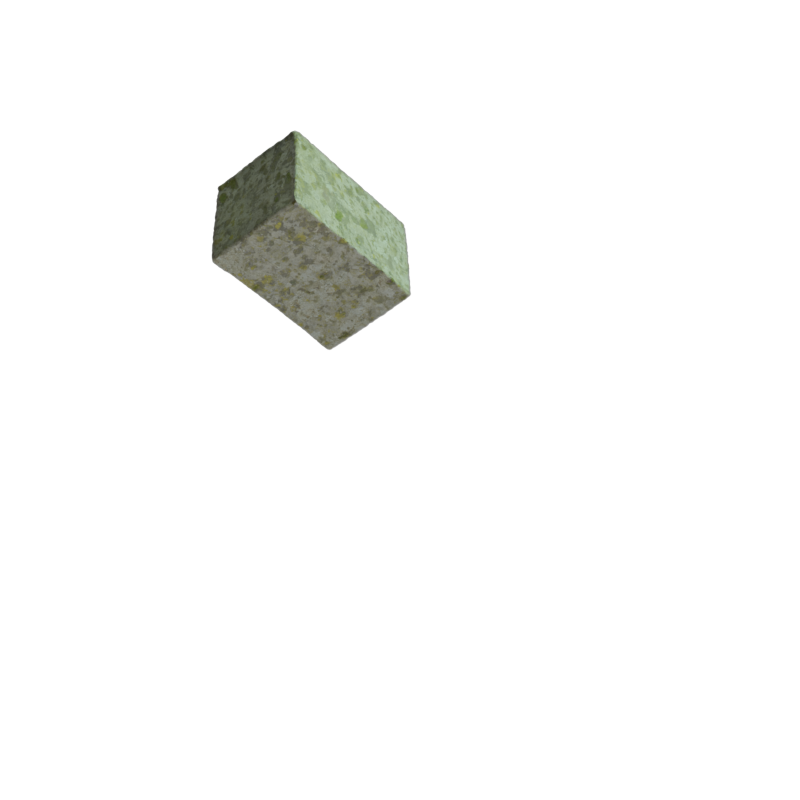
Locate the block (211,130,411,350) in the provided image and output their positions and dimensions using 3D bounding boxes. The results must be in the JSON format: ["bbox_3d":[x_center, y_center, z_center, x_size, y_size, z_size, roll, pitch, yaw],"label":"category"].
[{"bbox_3d":[-0.039,-0.072,0.504,0.052,0.055,0.073,-33,-53,26],"label":"block"}]
